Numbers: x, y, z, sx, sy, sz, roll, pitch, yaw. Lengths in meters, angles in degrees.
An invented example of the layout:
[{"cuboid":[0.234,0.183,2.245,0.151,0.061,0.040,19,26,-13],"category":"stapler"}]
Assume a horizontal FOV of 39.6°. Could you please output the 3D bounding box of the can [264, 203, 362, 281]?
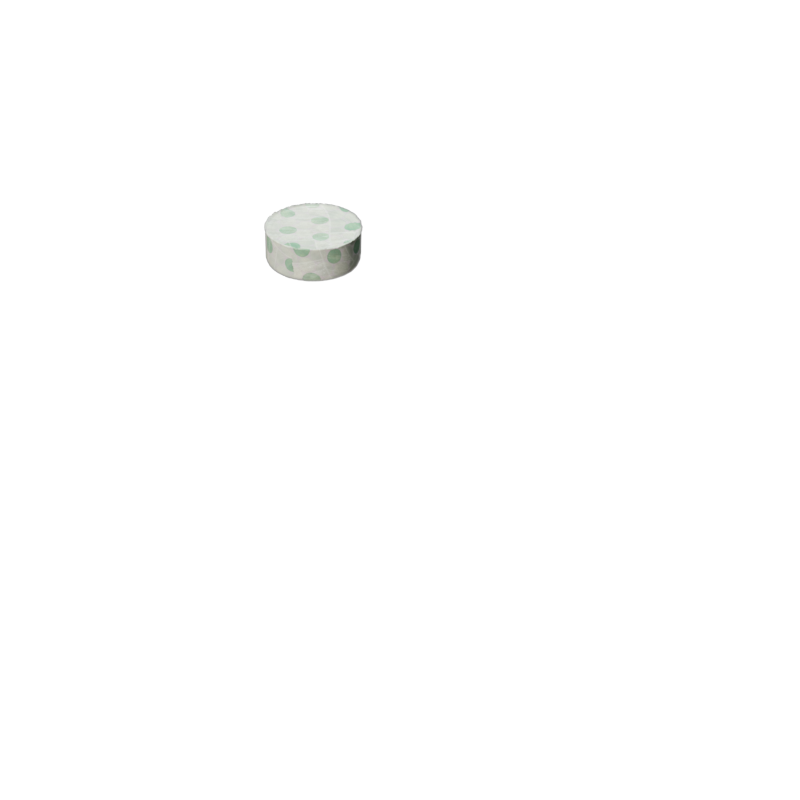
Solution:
[{"cuboid":[-0.076,-0.139,0.975,0.086,0.031,0.092,-1,35,-2],"category":"can"}]
